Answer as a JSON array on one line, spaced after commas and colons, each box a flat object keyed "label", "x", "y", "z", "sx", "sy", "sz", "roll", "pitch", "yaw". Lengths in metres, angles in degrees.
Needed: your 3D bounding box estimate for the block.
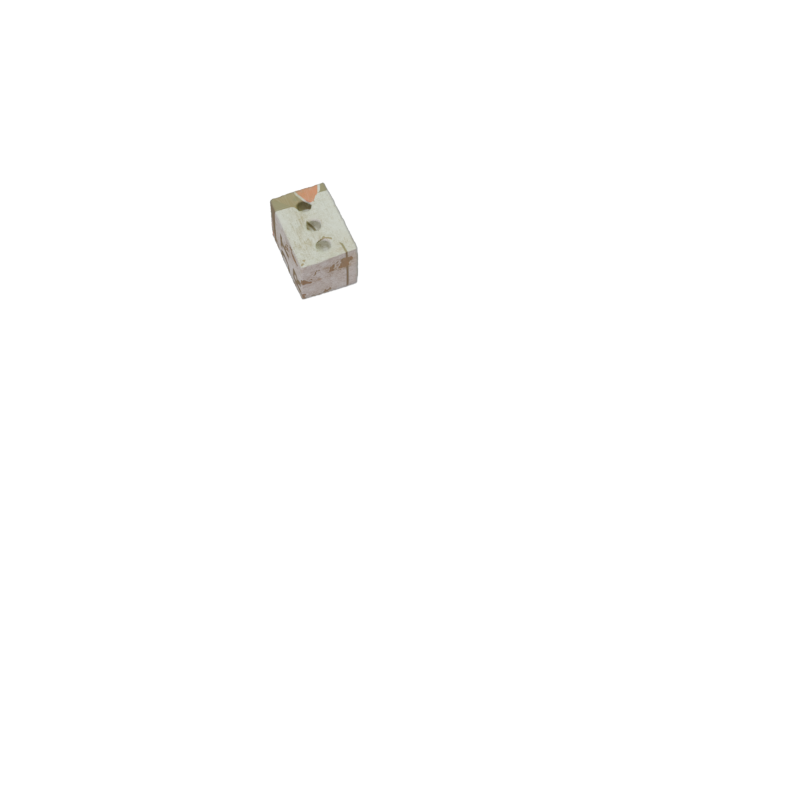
[{"label": "block", "x": -0.075, "y": -0.136, "z": 0.953, "sx": 0.052, "sy": 0.084, "sz": 0.048, "roll": -19, "pitch": -30, "yaw": -13}]
